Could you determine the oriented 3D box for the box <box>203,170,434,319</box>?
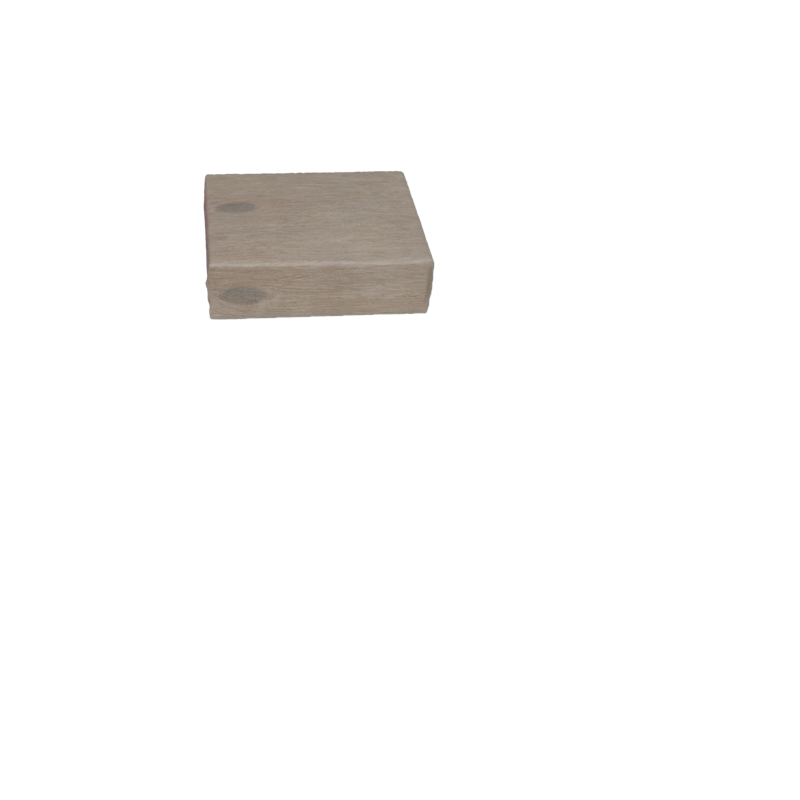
[{"bbox_3d":[-0.045,-0.083,0.579,0.113,0.036,0.097,-4,38,-6],"label":"box"}]
